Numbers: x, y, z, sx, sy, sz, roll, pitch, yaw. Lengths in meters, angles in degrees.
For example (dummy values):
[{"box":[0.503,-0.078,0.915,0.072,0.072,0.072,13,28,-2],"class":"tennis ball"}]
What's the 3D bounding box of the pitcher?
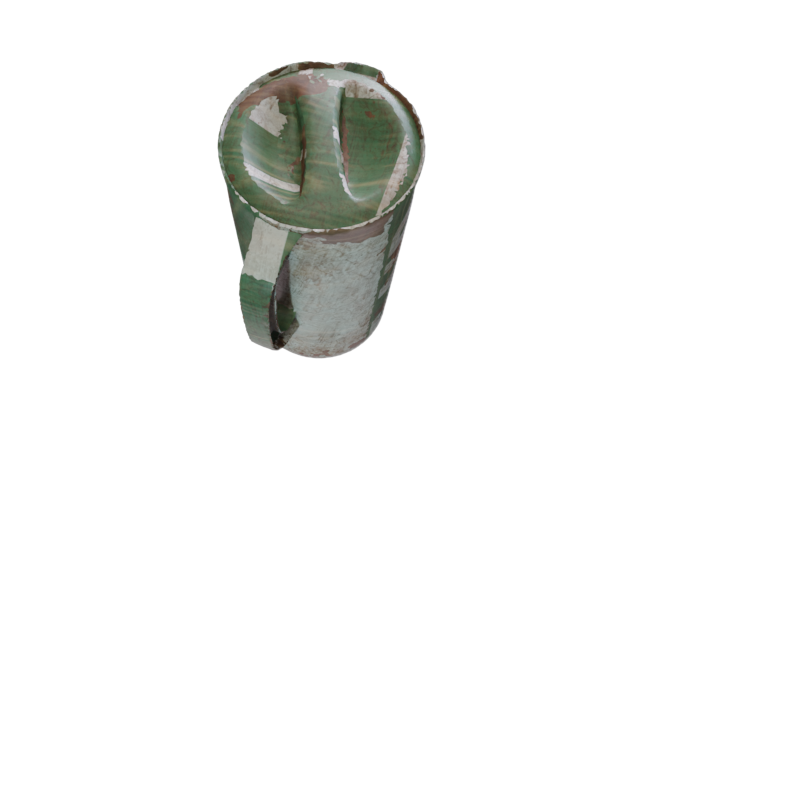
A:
[{"box":[-0.063,-0.115,0.805,0.148,0.154,0.230,-20,-22,-12],"class":"pitcher"}]
